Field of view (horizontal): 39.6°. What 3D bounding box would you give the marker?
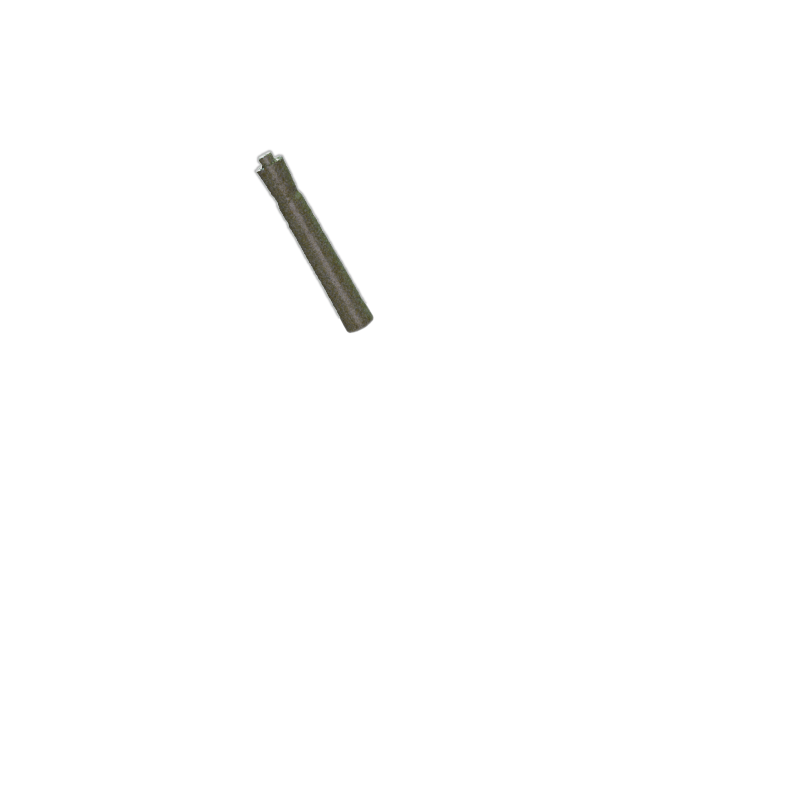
[{"bbox_3d":[-0.052,-0.095,0.668,0.020,0.117,0.020,-28,13,7],"label":"marker"}]
